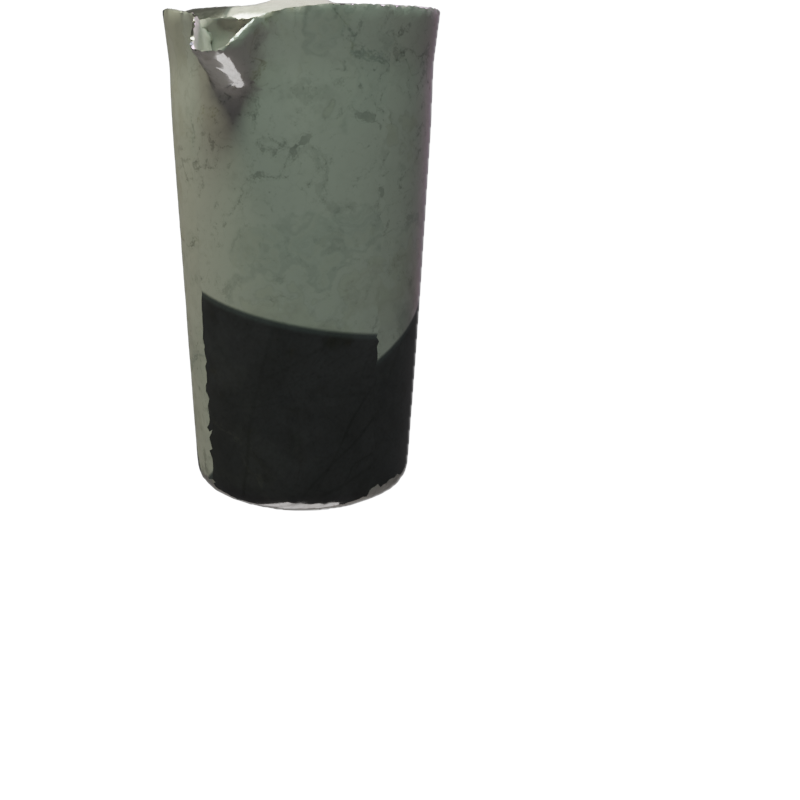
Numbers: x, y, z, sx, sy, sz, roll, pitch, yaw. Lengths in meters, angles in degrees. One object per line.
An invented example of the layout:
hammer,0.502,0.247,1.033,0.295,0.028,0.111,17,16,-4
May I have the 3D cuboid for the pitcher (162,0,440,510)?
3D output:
pitcher,-0.044,-0.080,0.562,0.146,0.237,0.152,-4,13,-20
